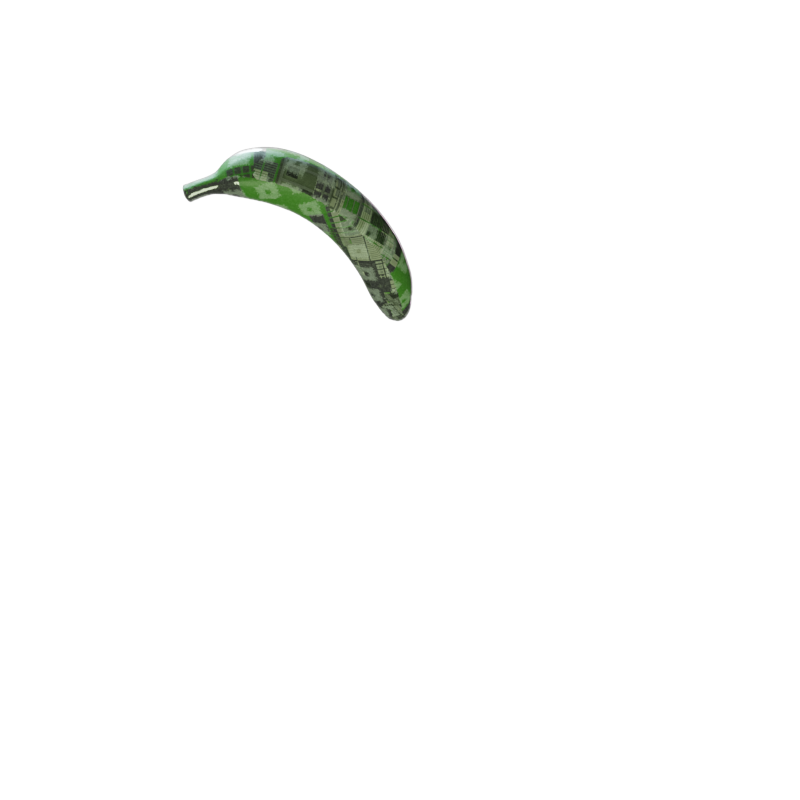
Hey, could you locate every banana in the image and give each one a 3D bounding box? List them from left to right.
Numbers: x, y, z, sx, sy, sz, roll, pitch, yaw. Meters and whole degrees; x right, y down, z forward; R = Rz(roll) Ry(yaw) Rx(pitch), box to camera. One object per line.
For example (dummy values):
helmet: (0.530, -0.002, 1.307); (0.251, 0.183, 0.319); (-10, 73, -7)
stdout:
banana: (-0.051, -0.121, 0.761); (0.187, 0.039, 0.068); (30, -52, -27)
